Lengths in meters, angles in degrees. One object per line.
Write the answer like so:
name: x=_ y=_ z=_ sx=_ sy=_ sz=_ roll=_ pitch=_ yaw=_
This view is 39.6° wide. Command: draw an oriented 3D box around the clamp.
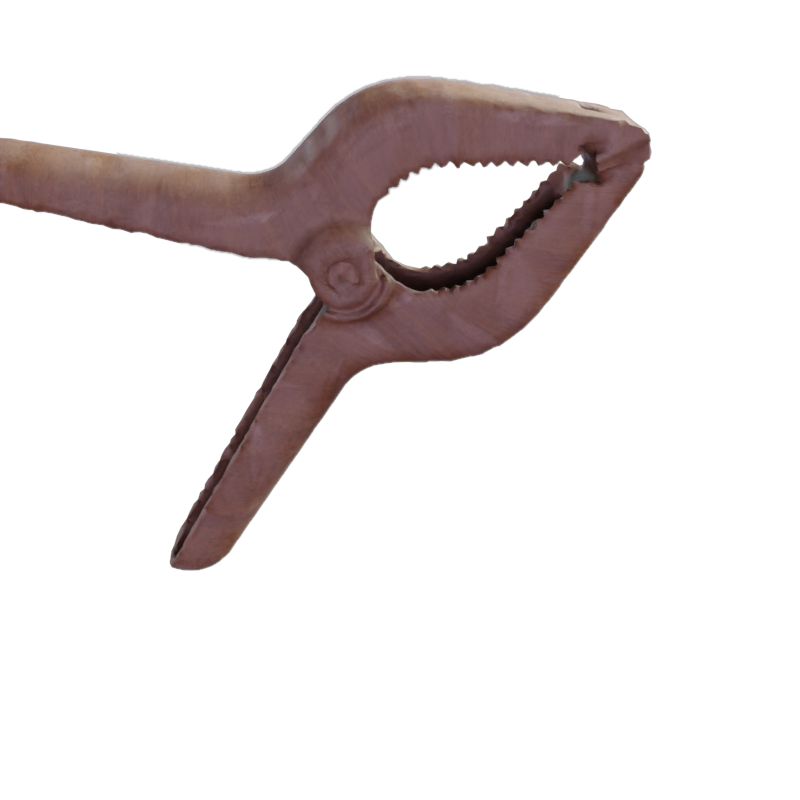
clamp: x=-0.028 y=-0.050 z=0.353 sx=0.210 sy=0.157 sz=0.038 roll=-29 pitch=18 yaw=10
